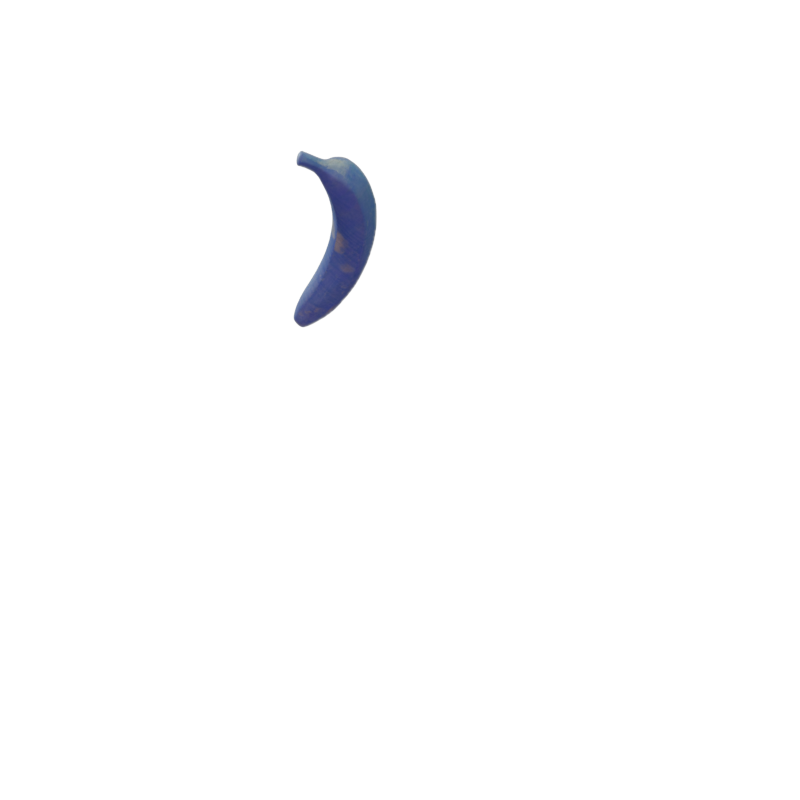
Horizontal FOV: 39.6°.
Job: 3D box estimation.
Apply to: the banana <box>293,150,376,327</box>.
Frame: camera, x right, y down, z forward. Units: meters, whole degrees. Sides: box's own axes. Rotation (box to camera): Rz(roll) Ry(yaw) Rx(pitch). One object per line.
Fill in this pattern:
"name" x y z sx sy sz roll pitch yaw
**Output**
"banana" -0.056 -0.139 0.953 0.069 0.185 0.039 2 44 -3
